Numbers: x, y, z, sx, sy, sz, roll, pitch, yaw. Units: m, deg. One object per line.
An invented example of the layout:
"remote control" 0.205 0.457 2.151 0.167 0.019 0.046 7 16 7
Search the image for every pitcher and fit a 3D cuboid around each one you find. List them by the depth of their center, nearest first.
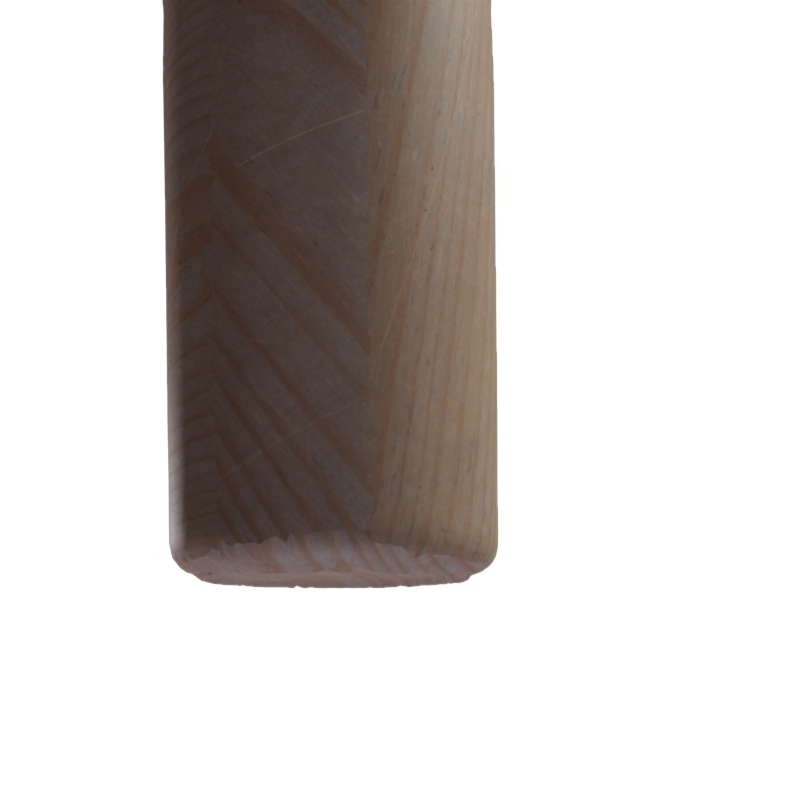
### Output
"pitcher" -0.032 -0.059 0.412 0.146 0.254 0.142 -3 -18 5
